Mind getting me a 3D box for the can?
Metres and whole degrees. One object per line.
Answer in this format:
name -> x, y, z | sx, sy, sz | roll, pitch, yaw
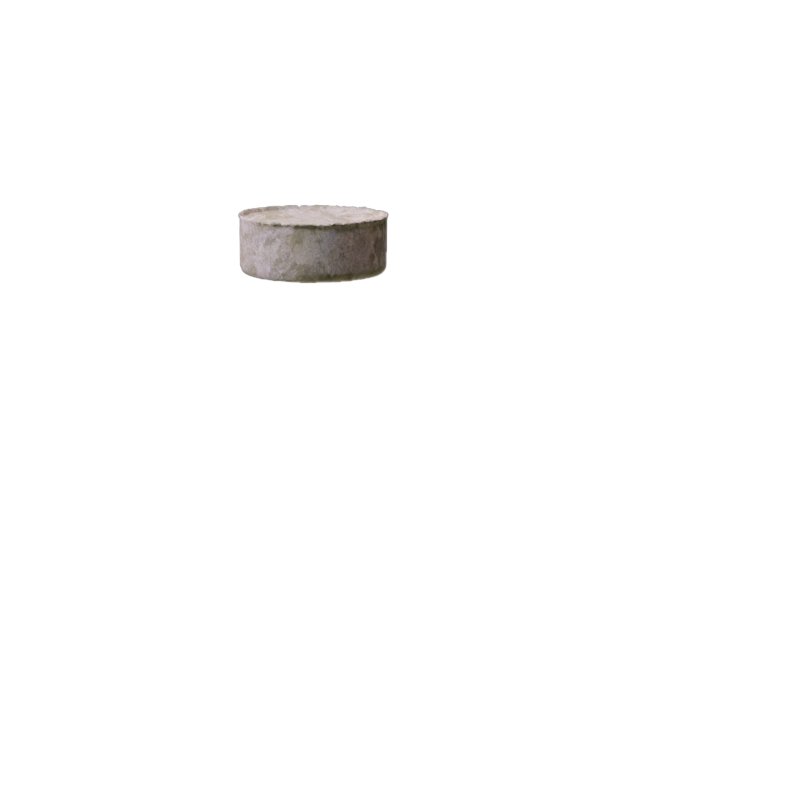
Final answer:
can -> -0.050, -0.091, 0.634 | 0.086, 0.033, 0.089 | 0, 15, -2
